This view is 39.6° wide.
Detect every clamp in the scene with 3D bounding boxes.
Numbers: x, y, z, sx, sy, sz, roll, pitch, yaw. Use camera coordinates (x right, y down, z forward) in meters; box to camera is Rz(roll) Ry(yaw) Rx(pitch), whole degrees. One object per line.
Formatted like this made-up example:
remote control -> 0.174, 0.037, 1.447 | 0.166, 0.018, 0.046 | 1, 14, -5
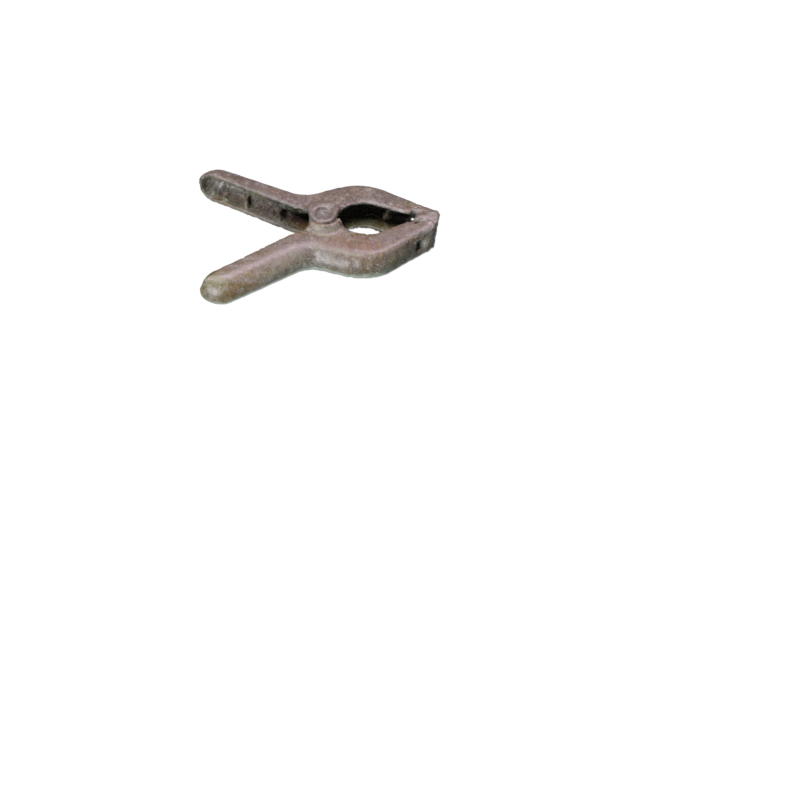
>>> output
clamp -> -0.059, -0.108, 0.756 | 0.172, 0.128, 0.037 | 3, -37, 2
